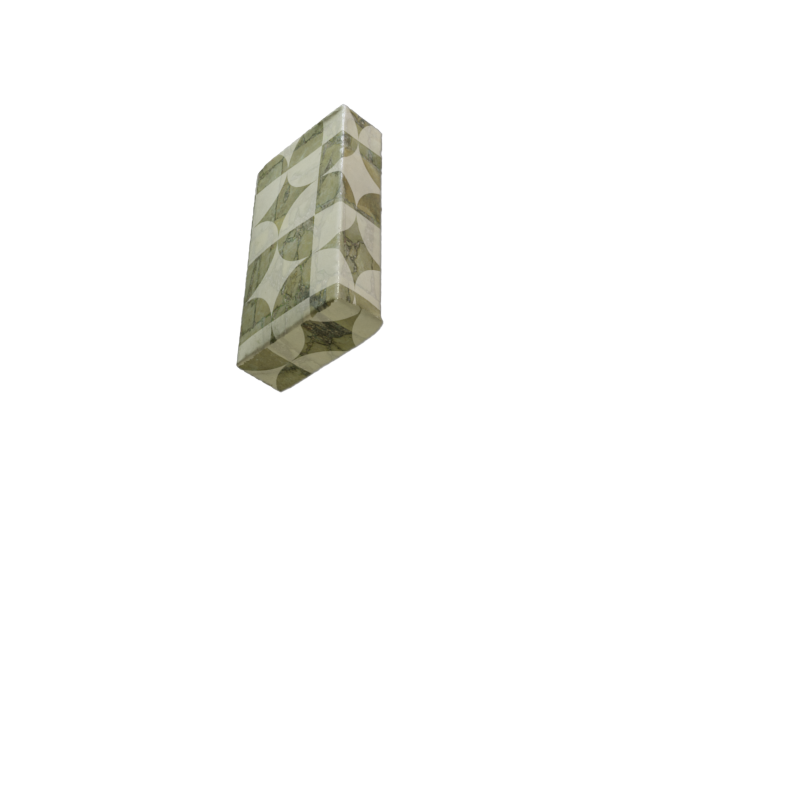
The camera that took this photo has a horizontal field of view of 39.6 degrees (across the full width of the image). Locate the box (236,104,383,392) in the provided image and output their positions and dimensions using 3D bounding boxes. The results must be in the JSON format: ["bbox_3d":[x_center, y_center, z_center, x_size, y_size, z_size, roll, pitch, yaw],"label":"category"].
[{"bbox_3d":[-0.057,-0.103,0.718,0.093,0.189,0.045,-32,-47,31],"label":"box"}]
